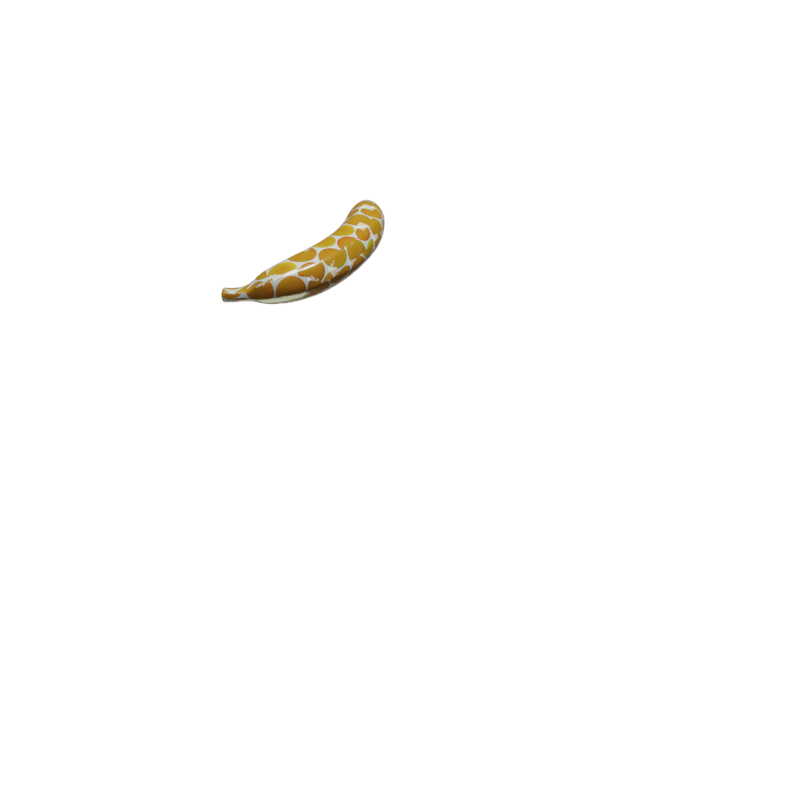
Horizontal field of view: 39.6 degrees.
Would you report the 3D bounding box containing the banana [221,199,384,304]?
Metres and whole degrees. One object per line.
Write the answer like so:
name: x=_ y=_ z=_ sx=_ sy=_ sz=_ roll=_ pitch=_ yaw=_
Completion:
banana: x=-0.060 y=-0.125 z=0.926 sx=0.073 sy=0.034 sz=0.199 roll=21 pitch=39 yaw=29
